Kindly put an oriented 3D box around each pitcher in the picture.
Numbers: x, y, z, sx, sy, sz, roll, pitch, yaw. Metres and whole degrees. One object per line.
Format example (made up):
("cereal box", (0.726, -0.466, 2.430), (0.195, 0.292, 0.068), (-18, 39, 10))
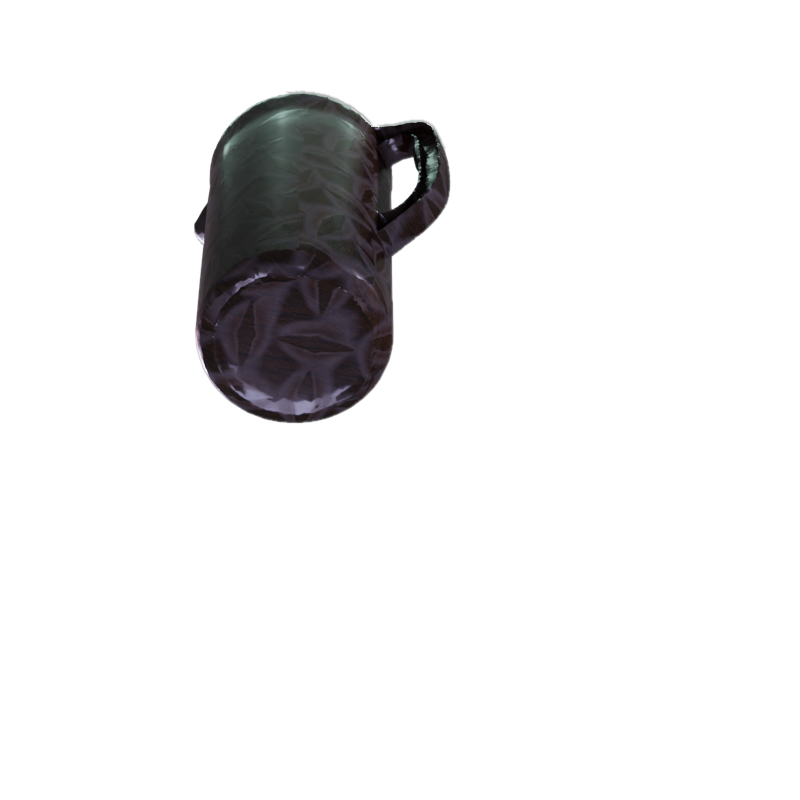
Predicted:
("pitcher", (-0.055, -0.099, 0.697), (0.142, 0.143, 0.258), (18, 28, -13))
